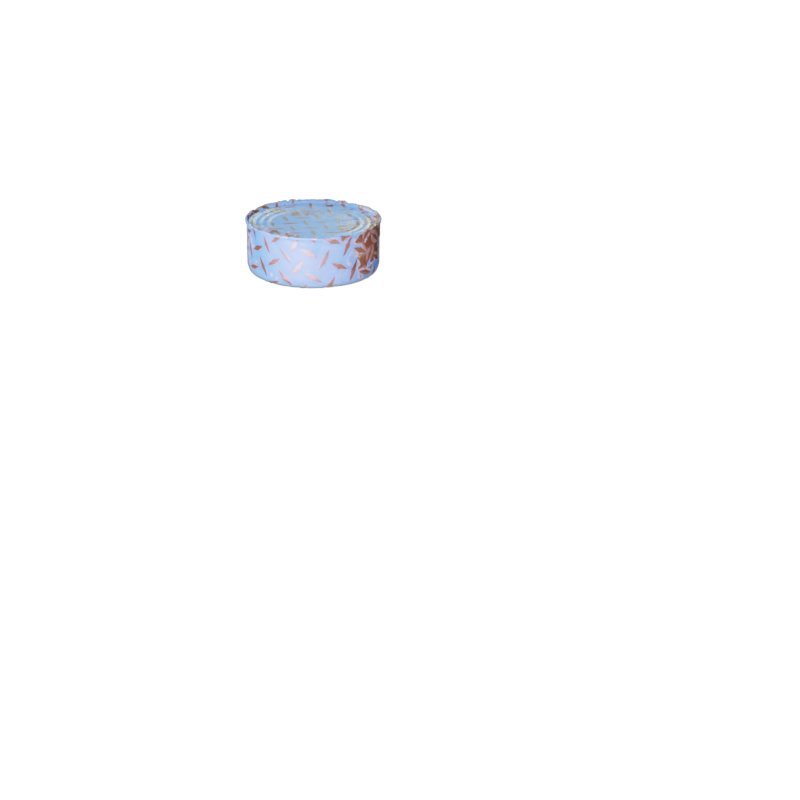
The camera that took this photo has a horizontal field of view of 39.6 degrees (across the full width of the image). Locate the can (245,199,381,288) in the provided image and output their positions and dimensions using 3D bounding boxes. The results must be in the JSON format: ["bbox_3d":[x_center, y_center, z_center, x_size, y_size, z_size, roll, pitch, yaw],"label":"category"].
[{"bbox_3d":[-0.055,-0.100,0.704,0.086,0.032,0.090,-1,24,-2],"label":"can"}]
